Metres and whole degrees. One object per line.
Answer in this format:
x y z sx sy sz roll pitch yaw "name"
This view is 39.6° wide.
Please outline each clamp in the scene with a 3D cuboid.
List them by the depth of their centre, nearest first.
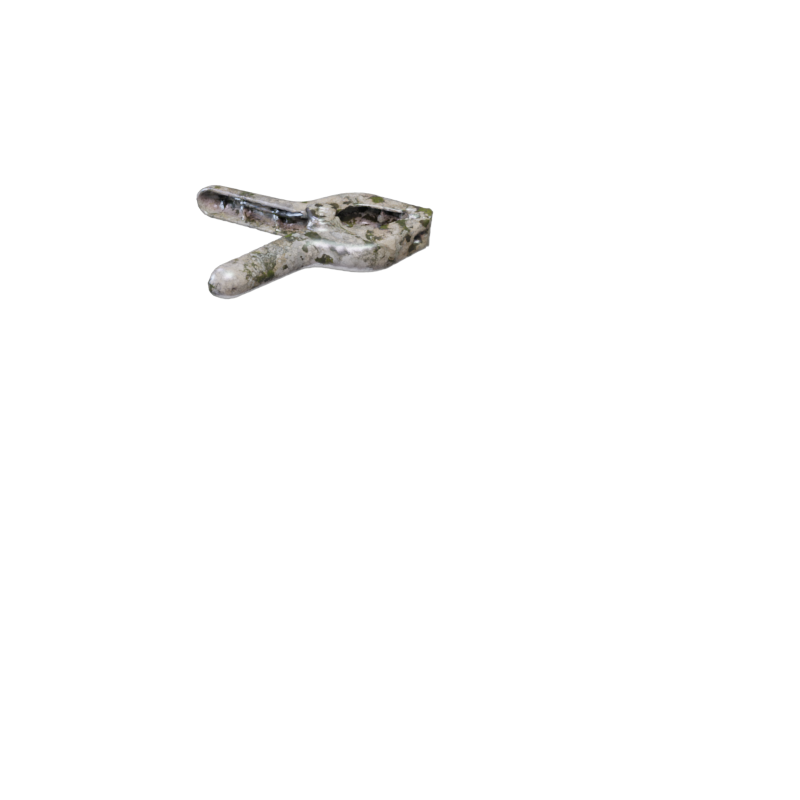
-0.061 -0.111 0.776 0.171 0.036 0.129 -1 45 -1 "clamp"
